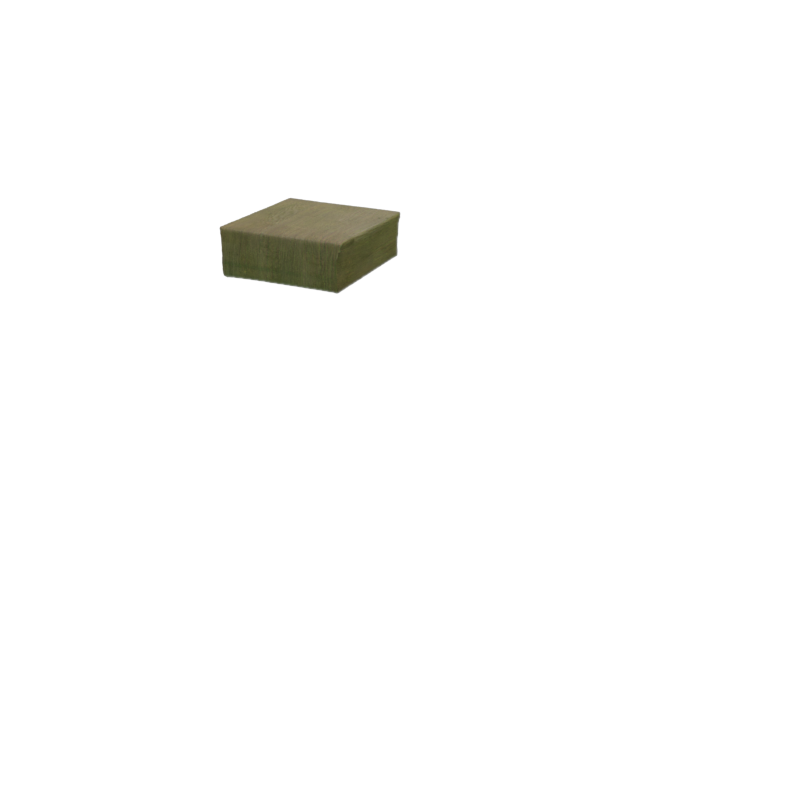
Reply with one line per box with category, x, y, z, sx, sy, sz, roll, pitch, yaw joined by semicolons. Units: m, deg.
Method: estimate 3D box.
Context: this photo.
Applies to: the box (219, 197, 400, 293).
box;-0.061;-0.110;0.773;0.093;0.037;0.115;9;24;20
